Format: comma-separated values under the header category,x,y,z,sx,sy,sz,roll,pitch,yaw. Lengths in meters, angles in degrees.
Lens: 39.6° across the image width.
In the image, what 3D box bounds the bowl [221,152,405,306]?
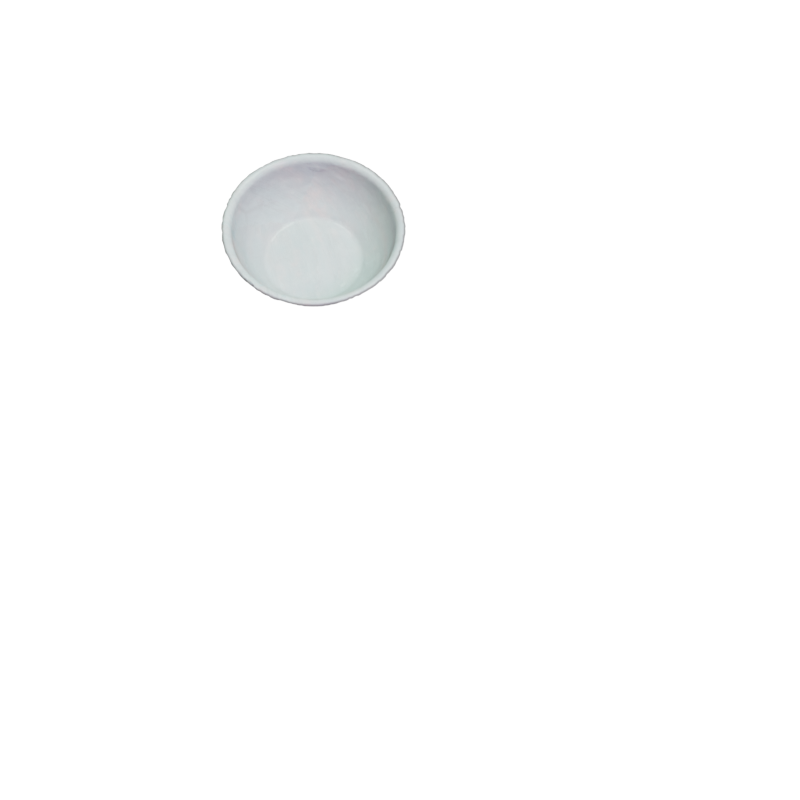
category,x,y,z,sx,sy,sz,roll,pitch,yaw
bowl,-0.078,-0.142,0.994,0.162,0.173,0.052,-1,-31,-1
